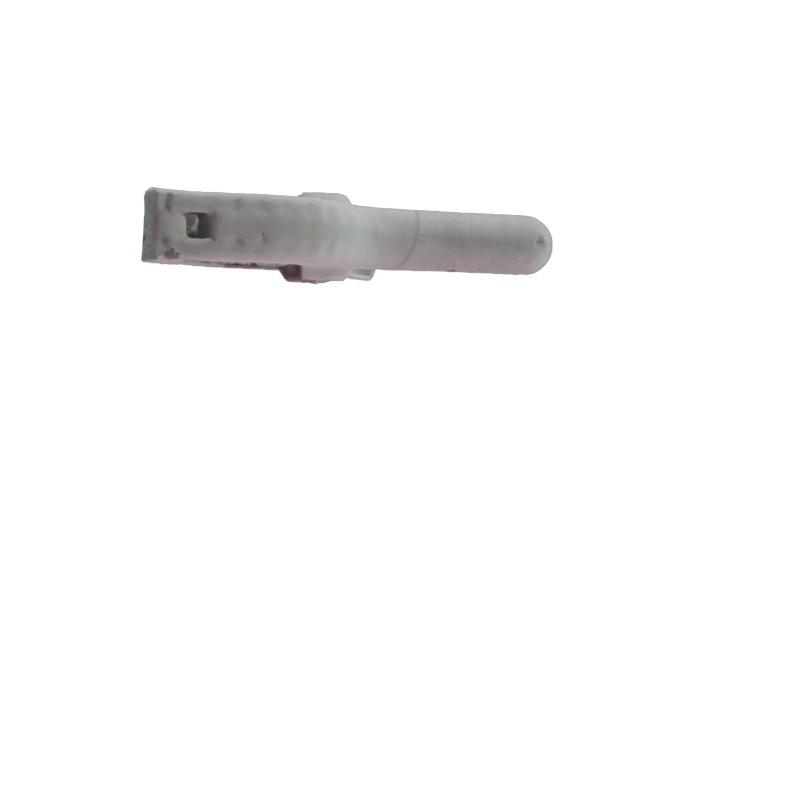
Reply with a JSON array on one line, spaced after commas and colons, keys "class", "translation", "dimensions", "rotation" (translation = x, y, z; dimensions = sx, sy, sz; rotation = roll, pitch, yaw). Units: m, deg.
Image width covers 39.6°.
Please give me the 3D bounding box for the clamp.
[{"class": "clamp", "translation": [-0.036, -0.066, 0.465], "dimensions": [0.165, 0.040, 0.123], "rotation": [2, -4, -33]}]
